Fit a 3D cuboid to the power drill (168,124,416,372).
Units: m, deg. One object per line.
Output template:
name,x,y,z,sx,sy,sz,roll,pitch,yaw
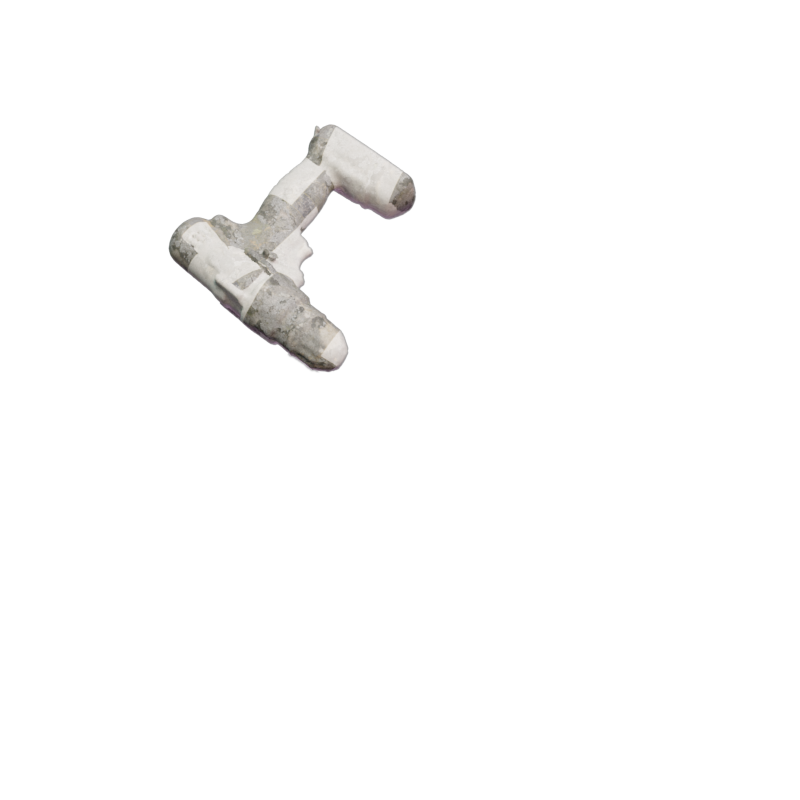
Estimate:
power drill,-0.073,-0.133,0.934,0.193,0.190,0.054,37,-23,18
